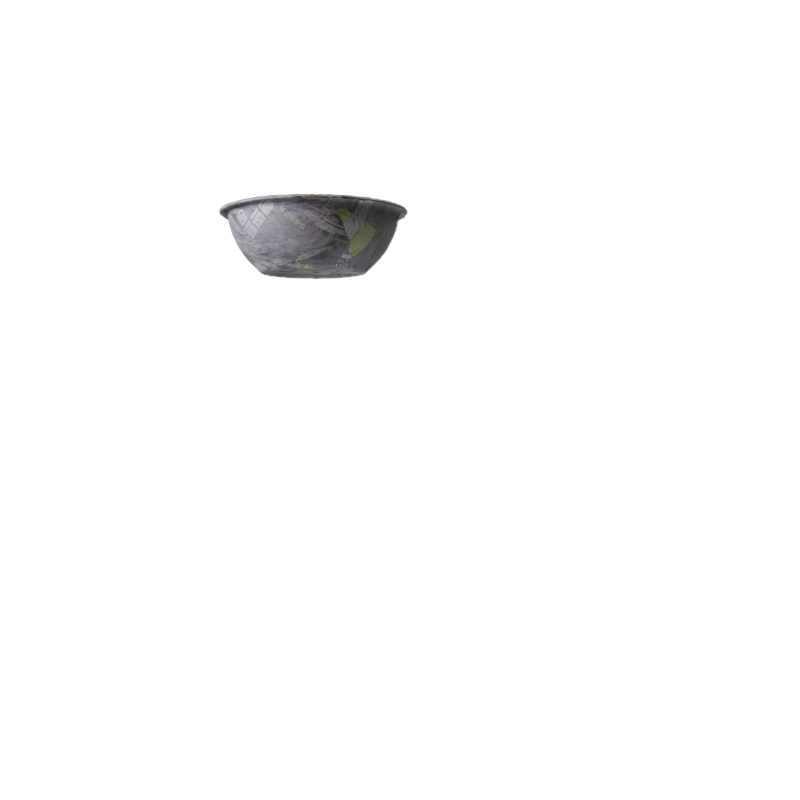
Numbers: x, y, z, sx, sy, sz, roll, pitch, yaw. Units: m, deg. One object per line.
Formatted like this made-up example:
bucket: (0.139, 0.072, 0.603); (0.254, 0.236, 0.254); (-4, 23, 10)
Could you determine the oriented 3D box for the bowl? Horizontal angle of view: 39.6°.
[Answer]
bowl: (-0.074, -0.136, 0.951); (0.162, 0.056, 0.161); (0, -1, -2)
